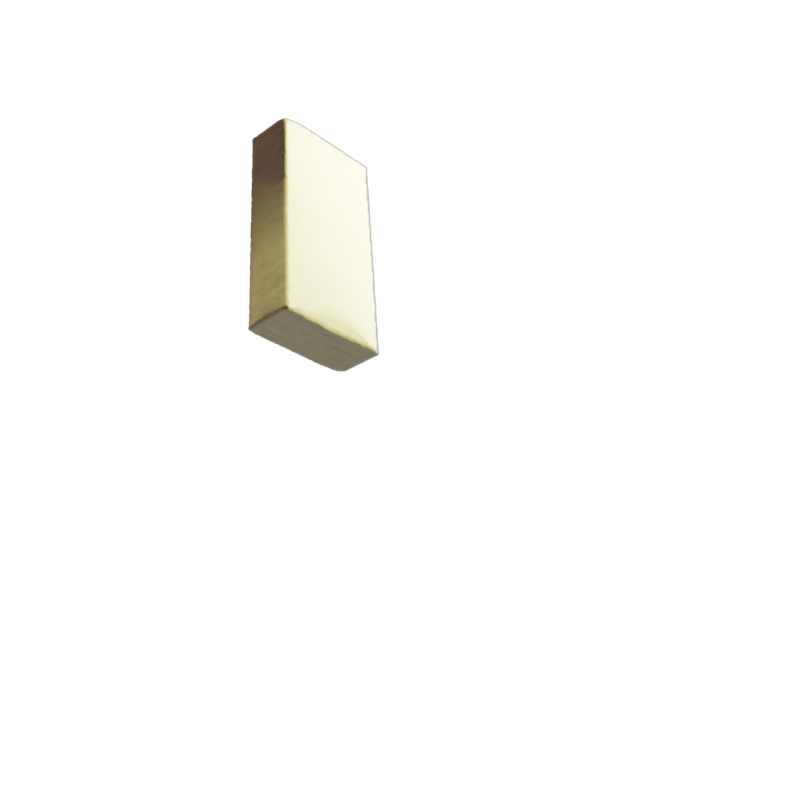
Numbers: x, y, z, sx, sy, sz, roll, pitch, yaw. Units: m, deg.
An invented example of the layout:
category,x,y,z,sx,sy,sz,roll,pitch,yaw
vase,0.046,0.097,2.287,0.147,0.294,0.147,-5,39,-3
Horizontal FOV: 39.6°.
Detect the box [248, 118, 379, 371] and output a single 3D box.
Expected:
category,x,y,z,sx,sy,sz,roll,pitch,yaw
box,-0.064,-0.116,0.814,0.048,0.188,0.087,-30,-41,36
